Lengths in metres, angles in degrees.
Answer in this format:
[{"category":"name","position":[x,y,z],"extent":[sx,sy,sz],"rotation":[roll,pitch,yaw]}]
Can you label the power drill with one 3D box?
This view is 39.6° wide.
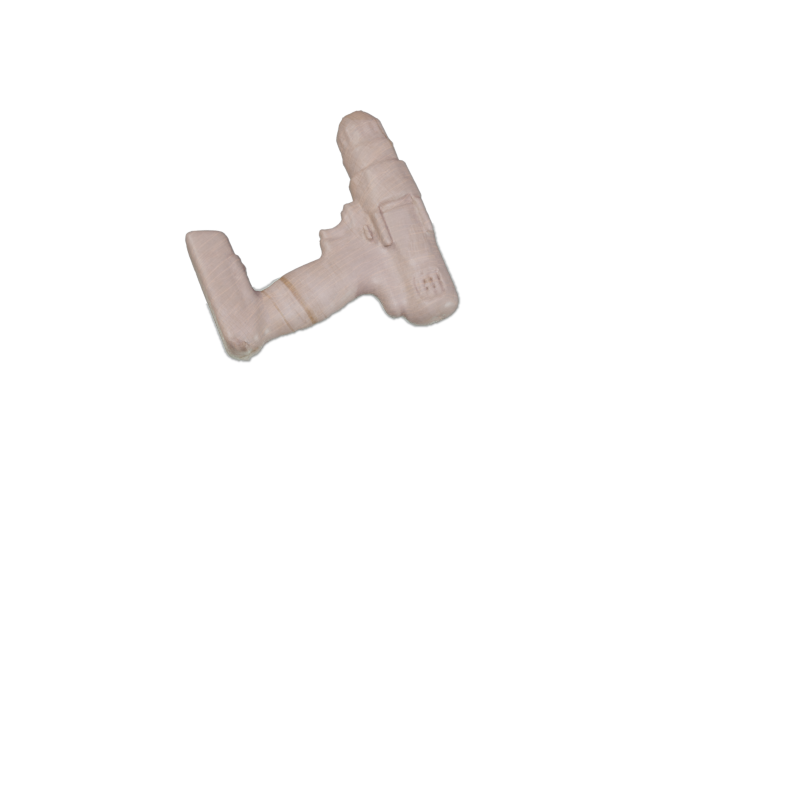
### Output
[{"category":"power drill","position":[-0.067,-0.123,0.861],"extent":[0.187,0.194,0.055],"rotation":[-20,-18,-7]}]
